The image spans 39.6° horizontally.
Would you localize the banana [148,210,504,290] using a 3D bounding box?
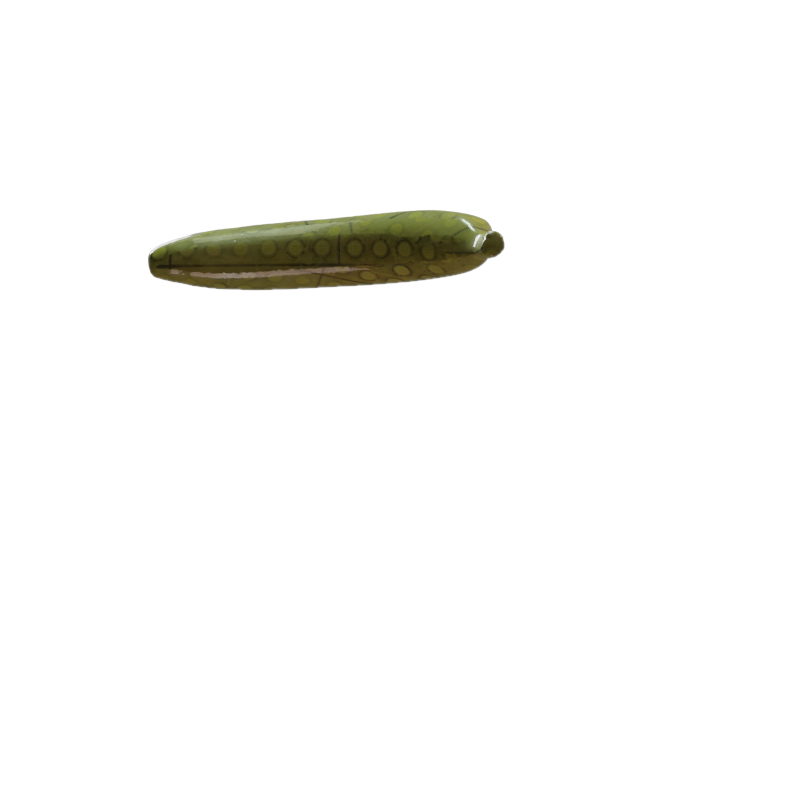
[{"bbox_3d":[-0.034,-0.080,0.582,0.203,0.038,0.066,-2,-6,24],"label":"banana"}]
